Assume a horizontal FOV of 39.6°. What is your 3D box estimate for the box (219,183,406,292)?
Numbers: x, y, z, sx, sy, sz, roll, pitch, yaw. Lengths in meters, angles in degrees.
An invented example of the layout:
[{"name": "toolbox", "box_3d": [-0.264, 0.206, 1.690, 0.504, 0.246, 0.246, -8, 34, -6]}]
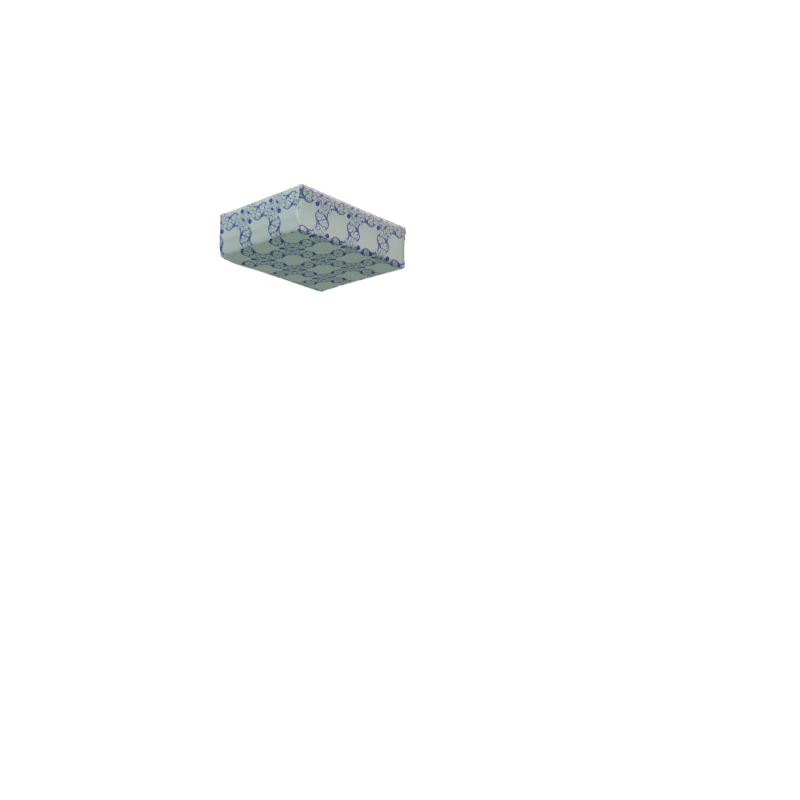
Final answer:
[{"name": "box", "box_3d": [-0.065, -0.118, 0.826, 0.091, 0.040, 0.107, -13, -18, 42]}]
